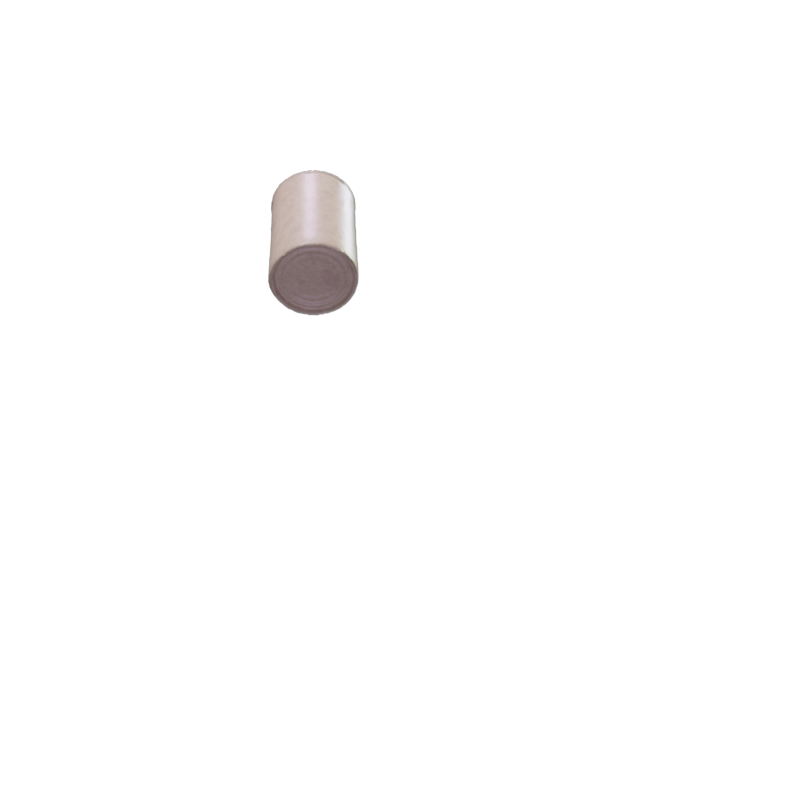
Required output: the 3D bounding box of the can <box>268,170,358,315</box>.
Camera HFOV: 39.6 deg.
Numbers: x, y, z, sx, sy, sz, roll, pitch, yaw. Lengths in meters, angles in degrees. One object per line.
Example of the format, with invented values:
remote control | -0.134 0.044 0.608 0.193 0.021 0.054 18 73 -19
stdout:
can | -0.066 -0.121 0.848 0.068 0.064 0.109 -1 39 -3
